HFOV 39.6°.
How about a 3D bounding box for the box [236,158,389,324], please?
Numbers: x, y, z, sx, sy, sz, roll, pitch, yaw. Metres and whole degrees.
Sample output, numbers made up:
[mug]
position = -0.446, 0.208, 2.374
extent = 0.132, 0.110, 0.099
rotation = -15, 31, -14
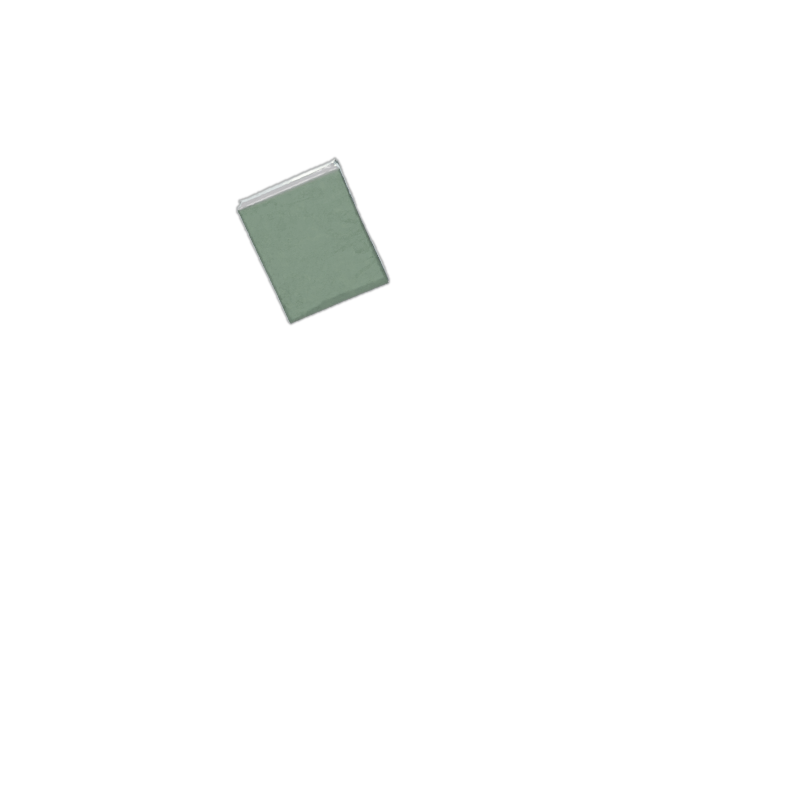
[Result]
[box]
position = -0.058, -0.106, 0.739
extent = 0.073, 0.086, 0.031
rotation = -23, 13, 5
